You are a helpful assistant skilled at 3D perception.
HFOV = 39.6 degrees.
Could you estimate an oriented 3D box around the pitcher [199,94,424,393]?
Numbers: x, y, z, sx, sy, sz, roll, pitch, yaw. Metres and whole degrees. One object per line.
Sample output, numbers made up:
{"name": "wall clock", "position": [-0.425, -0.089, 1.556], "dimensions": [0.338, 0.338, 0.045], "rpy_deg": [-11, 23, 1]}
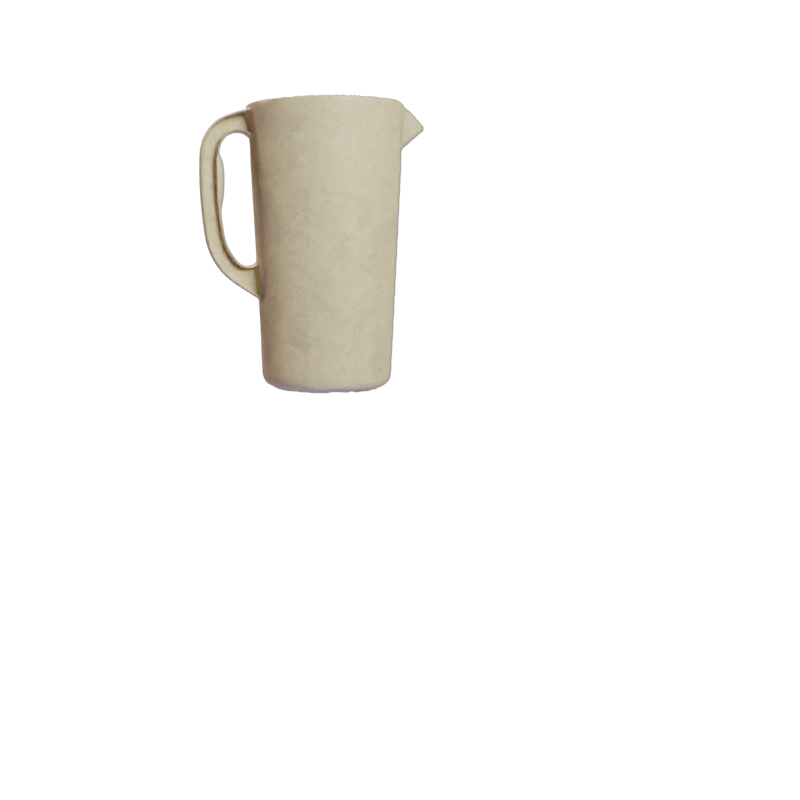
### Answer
{"name": "pitcher", "position": [-0.073, -0.132, 0.928], "dimensions": [0.155, 0.243, 0.140], "rpy_deg": [1, 2, 33]}
